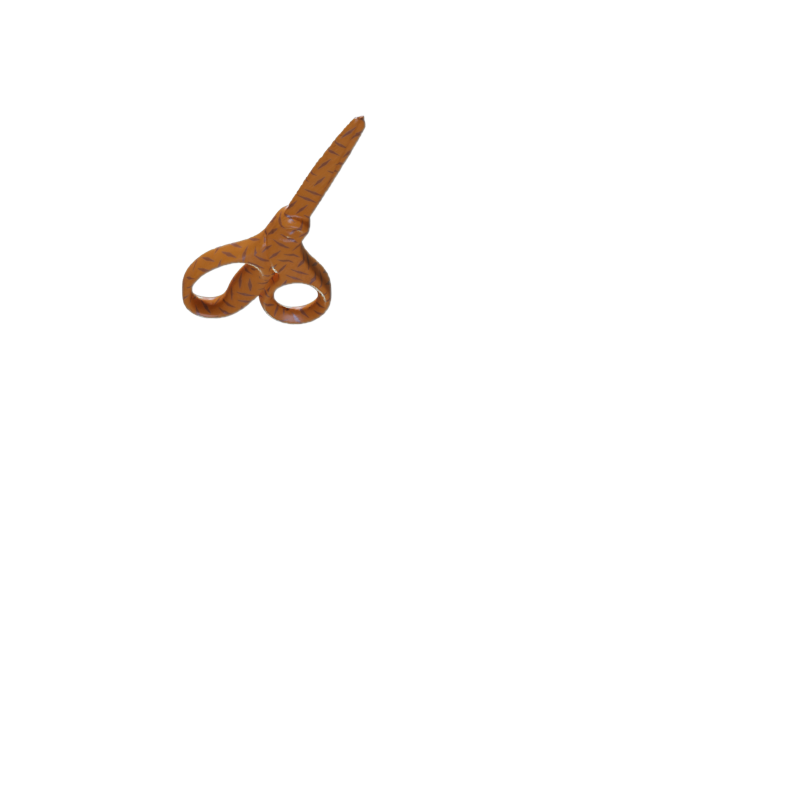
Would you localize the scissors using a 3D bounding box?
[{"bbox_3d":[-0.048,-0.087,0.608,0.091,0.017,0.201,20,-32,-35],"label":"scissors"}]
